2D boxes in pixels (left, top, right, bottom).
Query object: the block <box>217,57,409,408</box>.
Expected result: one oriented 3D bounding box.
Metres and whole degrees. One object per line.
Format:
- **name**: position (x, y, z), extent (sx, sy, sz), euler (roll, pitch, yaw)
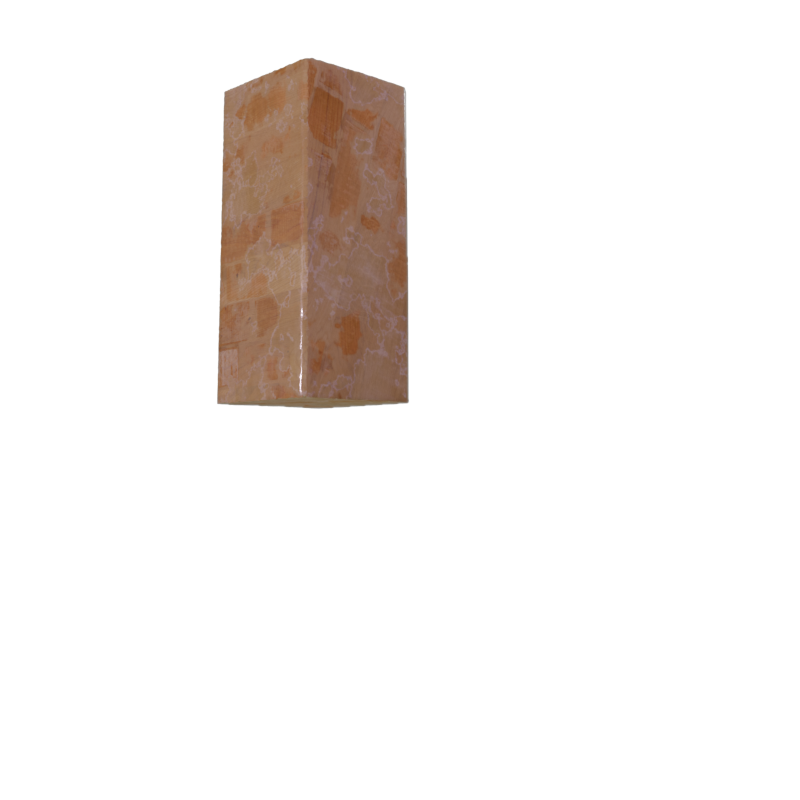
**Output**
- **block**: position (-0.055, -0.102, 0.712), extent (0.086, 0.212, 0.093), euler (9, -14, -43)
